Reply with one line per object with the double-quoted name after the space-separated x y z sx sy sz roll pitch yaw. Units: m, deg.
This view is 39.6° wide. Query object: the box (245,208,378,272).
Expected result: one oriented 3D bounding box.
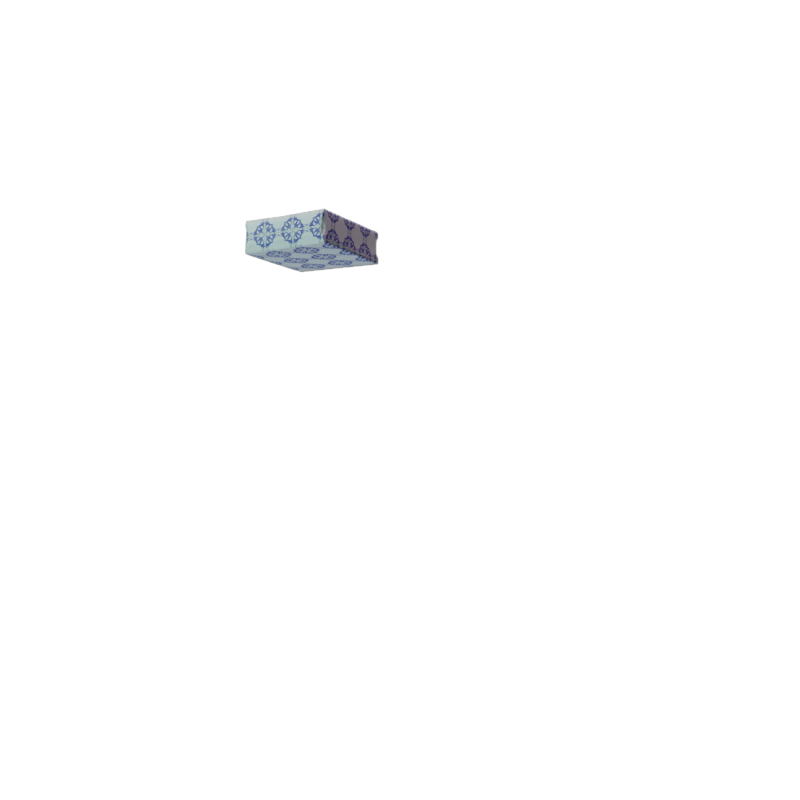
-0.069 -0.126 0.881 0.075 0.031 0.085 -4 -7 29 "box"
